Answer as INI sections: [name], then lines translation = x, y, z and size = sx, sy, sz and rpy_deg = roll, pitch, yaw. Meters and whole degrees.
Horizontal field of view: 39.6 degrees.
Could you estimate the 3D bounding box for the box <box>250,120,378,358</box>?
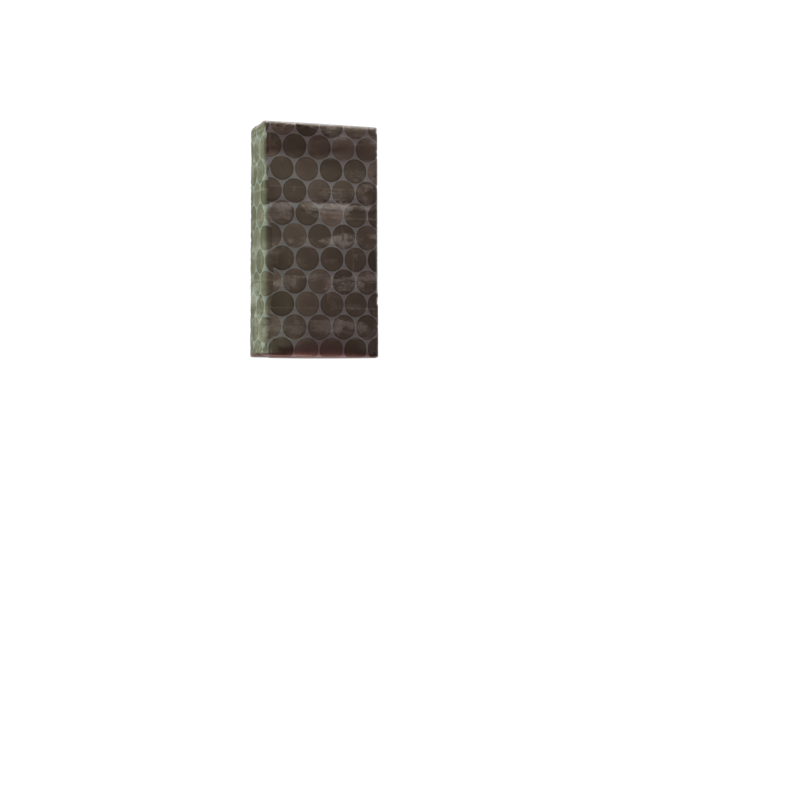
[box]
translation = -0.066, -0.120, 0.842
size = 0.091, 0.179, 0.048
rpy_deg = 1, -7, -19
